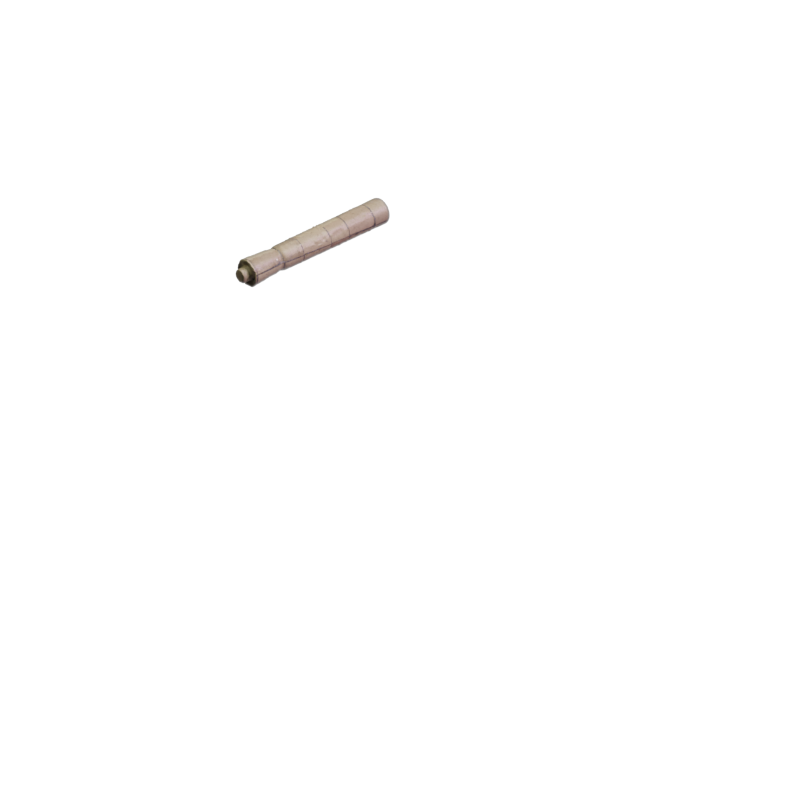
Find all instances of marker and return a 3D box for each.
[{"bbox_3d":[-0.056,-0.103,0.719,0.121,0.019,0.021,-31,22,-33],"label":"marker"}]
